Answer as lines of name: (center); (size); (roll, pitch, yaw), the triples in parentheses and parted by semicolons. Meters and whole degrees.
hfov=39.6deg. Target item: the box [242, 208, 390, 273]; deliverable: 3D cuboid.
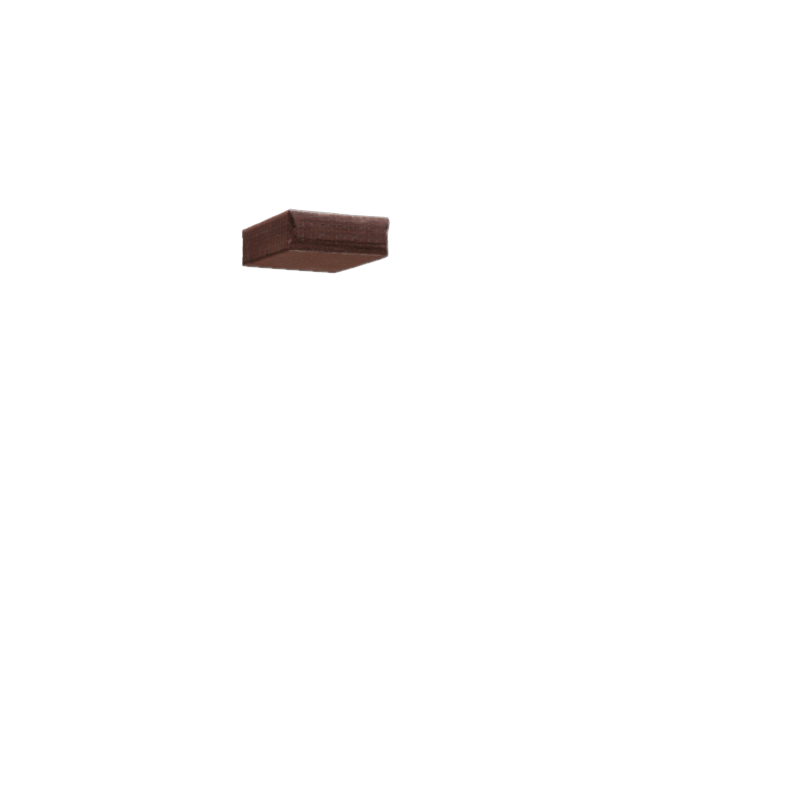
box: (-0.059, -0.107, 0.752); (0.071, 0.031, 0.091); (1, -3, -26)
